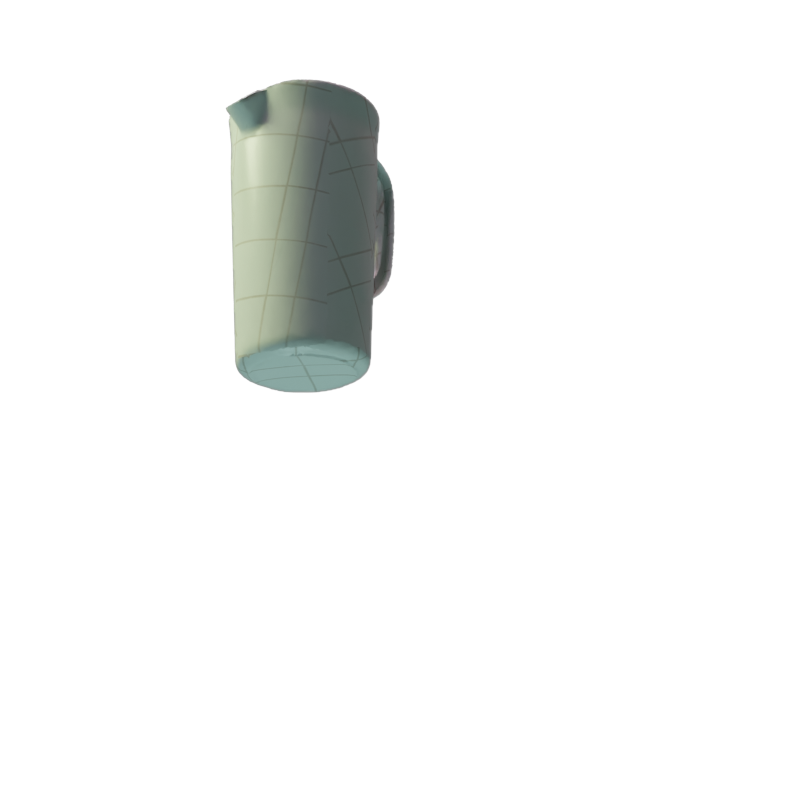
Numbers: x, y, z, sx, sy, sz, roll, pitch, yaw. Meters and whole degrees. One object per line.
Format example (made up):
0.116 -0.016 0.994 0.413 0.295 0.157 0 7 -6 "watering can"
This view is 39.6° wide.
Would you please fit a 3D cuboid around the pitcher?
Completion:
-0.073 -0.133 0.935 0.149 0.257 0.138 0 -24 -3 "pitcher"
